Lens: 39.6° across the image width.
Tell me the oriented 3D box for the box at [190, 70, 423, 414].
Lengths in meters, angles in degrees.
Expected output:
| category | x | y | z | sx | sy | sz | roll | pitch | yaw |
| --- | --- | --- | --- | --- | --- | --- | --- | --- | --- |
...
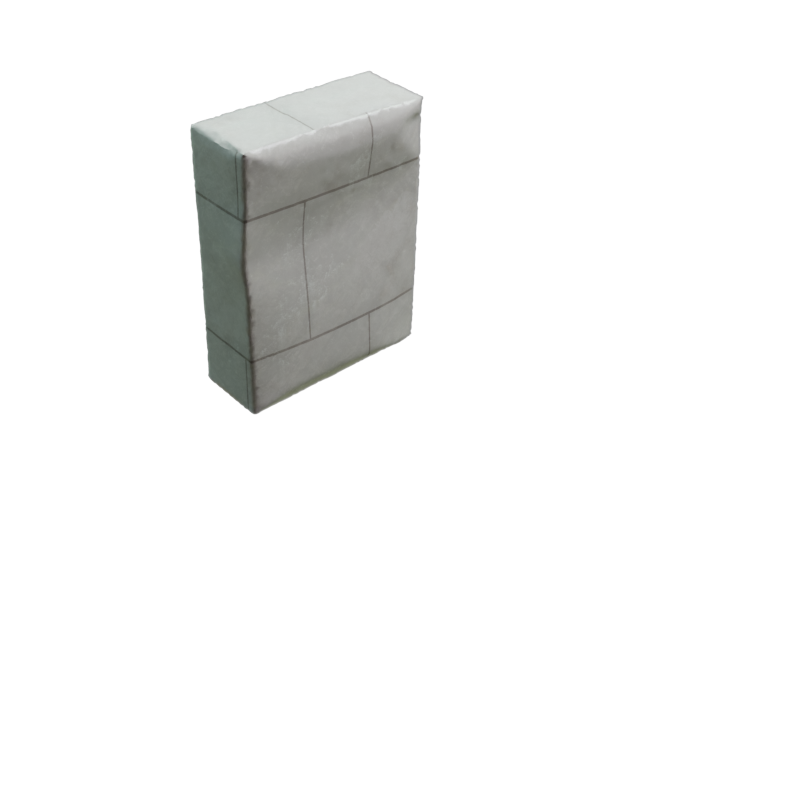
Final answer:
| category | x | y | z | sx | sy | sz | roll | pitch | yaw |
| --- | --- | --- | --- | --- | --- | --- | --- | --- | --- |
| box | -0.064 | -0.117 | 0.823 | 0.163 | 0.201 | 0.077 | -25 | 42 | -34 |
